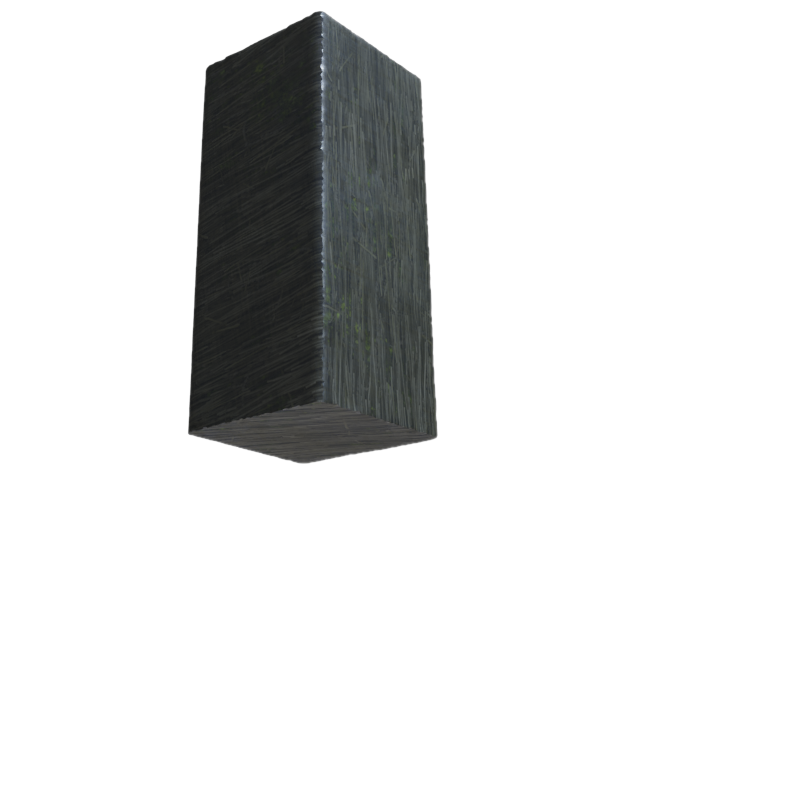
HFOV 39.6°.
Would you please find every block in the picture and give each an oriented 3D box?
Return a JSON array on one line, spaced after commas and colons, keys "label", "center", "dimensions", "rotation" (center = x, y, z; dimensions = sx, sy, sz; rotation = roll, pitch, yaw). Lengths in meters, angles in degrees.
[{"label": "block", "center": [-0.046, -0.082, 0.578], "dimensions": [0.091, 0.217, 0.085], "rotation": [-18, -27, 35]}]
